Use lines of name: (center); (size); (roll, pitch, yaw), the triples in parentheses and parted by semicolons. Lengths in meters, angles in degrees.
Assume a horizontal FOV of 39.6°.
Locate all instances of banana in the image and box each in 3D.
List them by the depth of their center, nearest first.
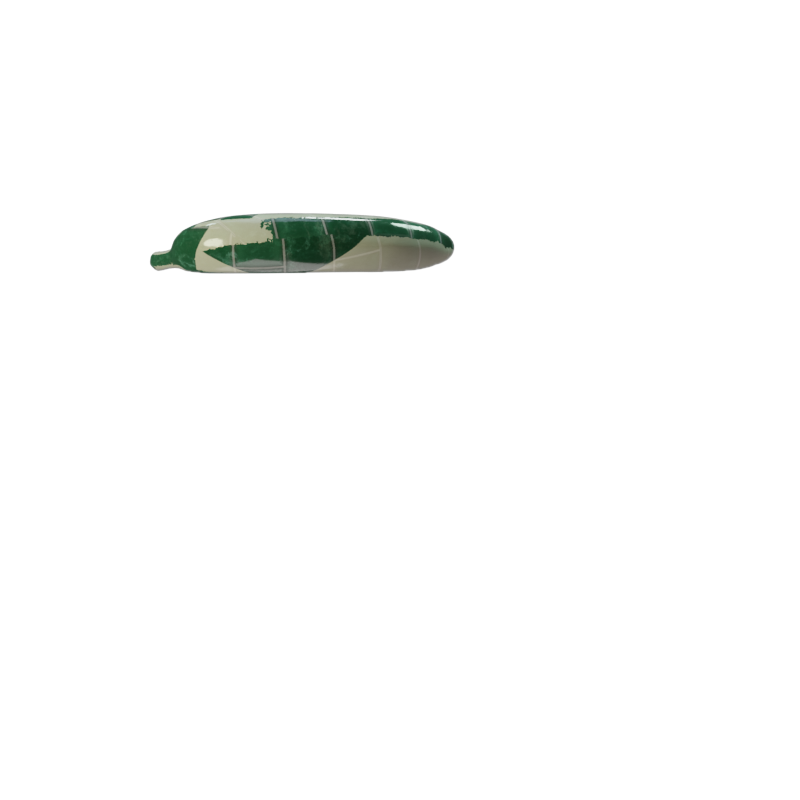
banana: (-0.054, -0.098, 0.688); (0.195, 0.036, 0.071); (-2, 8, -11)
